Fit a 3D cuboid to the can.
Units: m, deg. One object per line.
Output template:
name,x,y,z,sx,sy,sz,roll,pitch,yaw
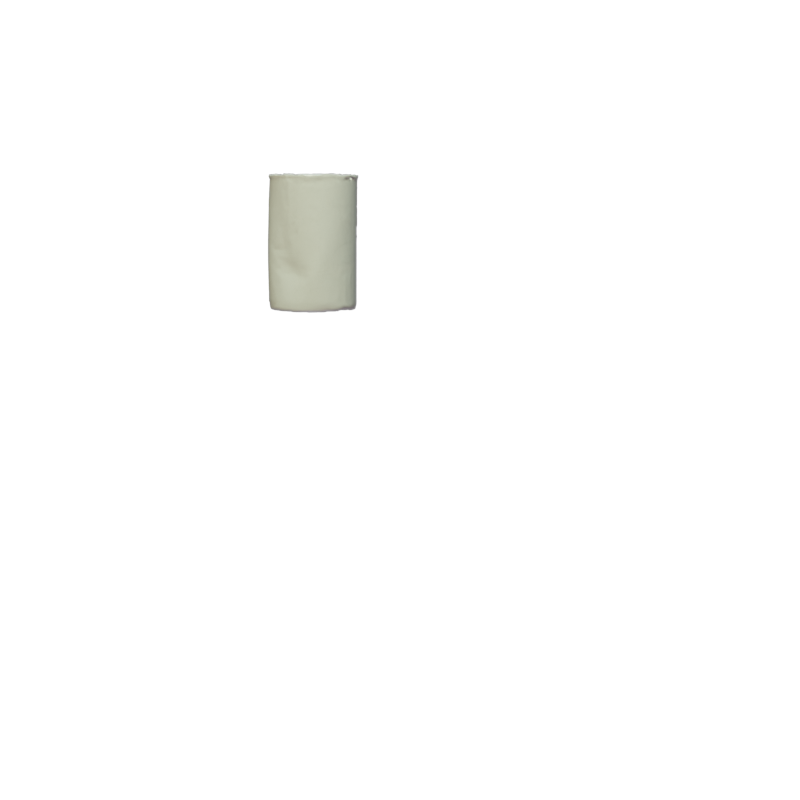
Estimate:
can,-0.066,-0.120,0.840,0.068,0.102,0.069,0,4,-2
